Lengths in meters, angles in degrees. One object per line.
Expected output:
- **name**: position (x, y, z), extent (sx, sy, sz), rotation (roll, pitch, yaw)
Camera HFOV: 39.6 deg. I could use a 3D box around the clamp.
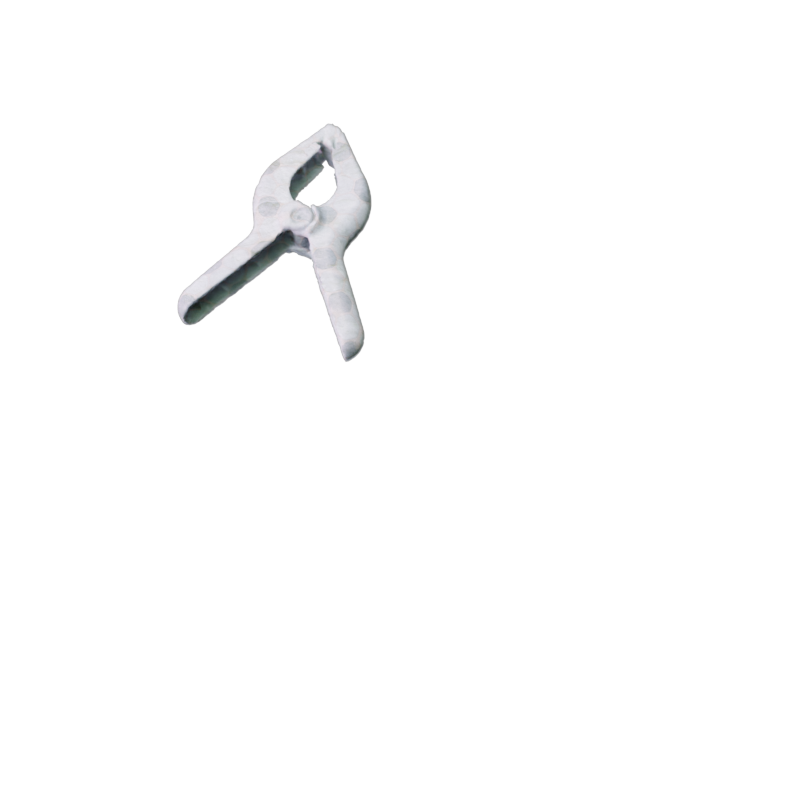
- **clamp**: position (-0.057, -0.103, 0.724), extent (0.123, 0.177, 0.037), rotation (21, -24, 10)
